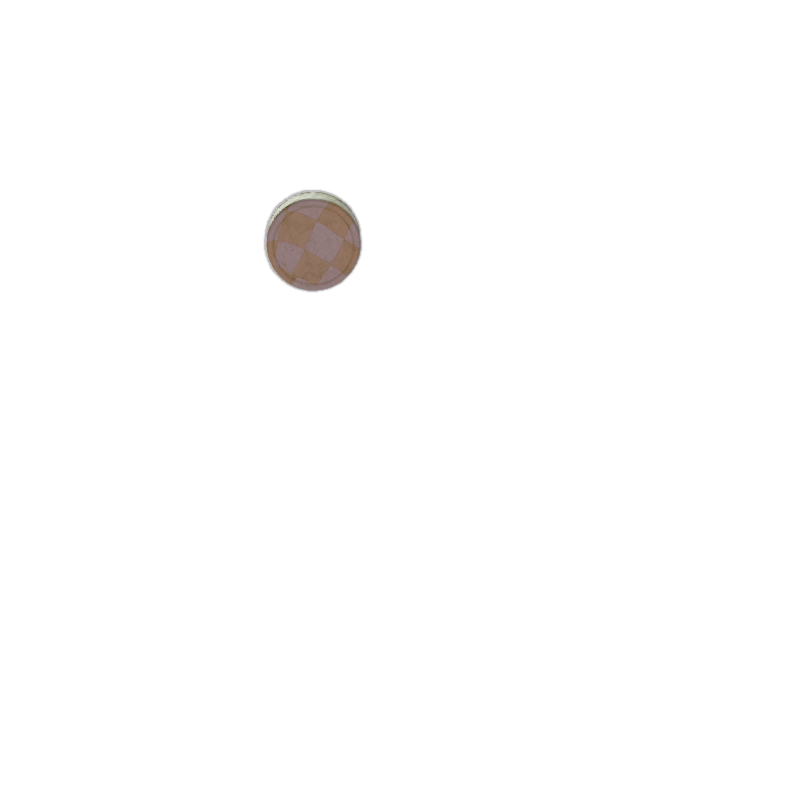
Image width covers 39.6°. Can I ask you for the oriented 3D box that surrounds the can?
[{"bbox_3d":[-0.077,-0.141,0.986,0.086,0.083,0.035,0,15,-1],"label":"can"}]
